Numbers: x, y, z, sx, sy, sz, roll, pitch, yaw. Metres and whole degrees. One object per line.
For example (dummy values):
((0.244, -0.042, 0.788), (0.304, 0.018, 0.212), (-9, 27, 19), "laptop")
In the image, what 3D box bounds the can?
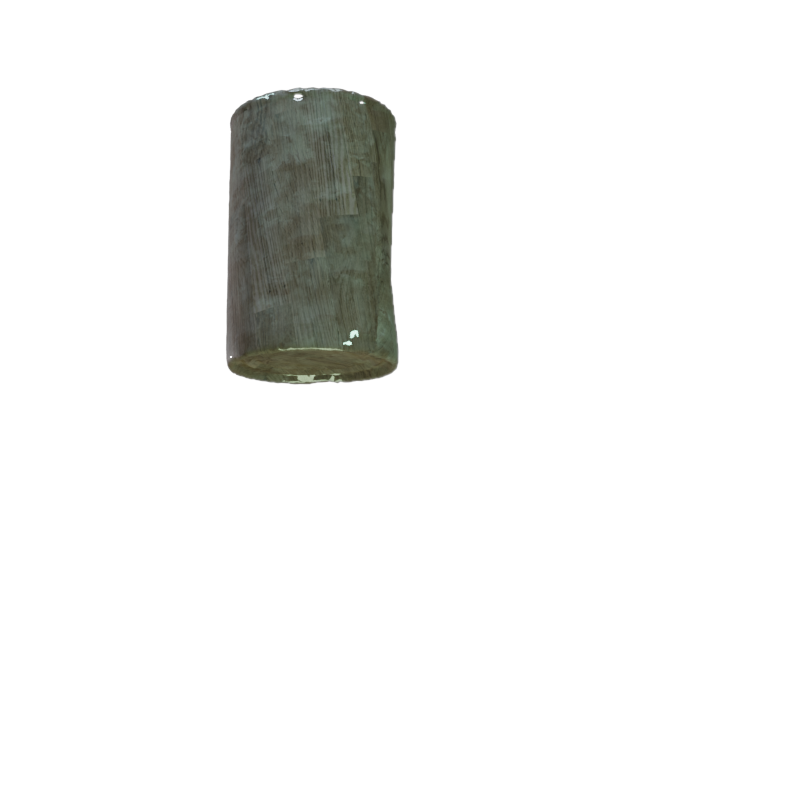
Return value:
((-0.034, -0.062, 0.437), (0.068, 0.106, 0.066), (0, -16, -2), "can")
